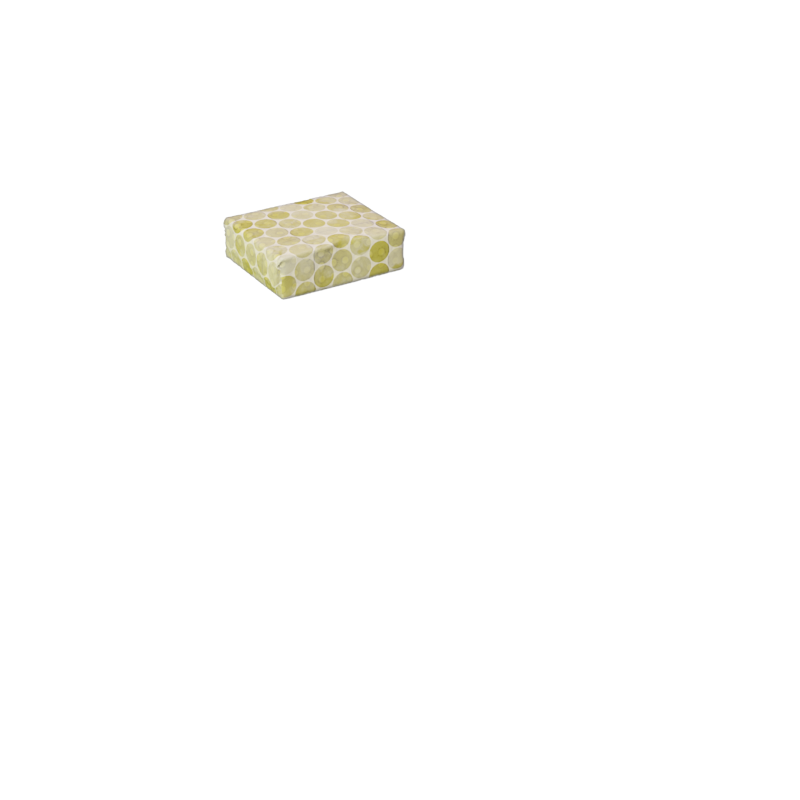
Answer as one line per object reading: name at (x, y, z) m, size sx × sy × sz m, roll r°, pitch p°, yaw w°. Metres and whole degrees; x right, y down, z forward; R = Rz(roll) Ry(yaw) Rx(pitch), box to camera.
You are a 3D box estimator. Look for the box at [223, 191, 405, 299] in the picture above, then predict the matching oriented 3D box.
box at (-0.053, -0.097, 0.679) m, size 0.088 × 0.028 × 0.079 m, roll -17°, pitch 34°, yaw -27°
